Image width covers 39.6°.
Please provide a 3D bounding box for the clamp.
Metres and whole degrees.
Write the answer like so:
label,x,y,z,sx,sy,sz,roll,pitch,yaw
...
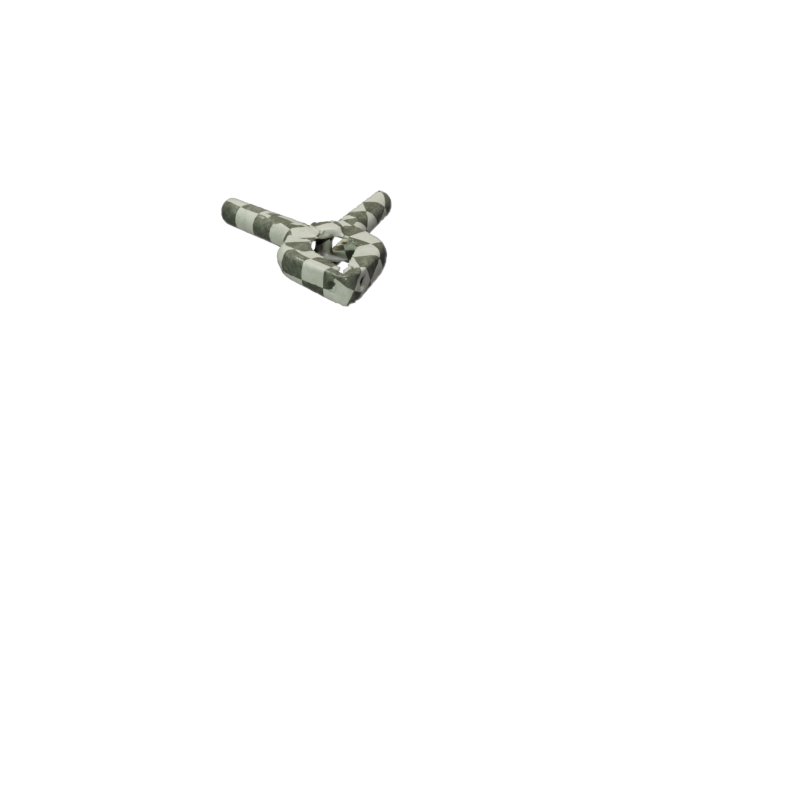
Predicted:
label,x,y,z,sx,sy,sz,roll,pitch,yaw
clamp,-0.077,-0.141,0.987,0.163,0.034,0.223,-3,29,-6
